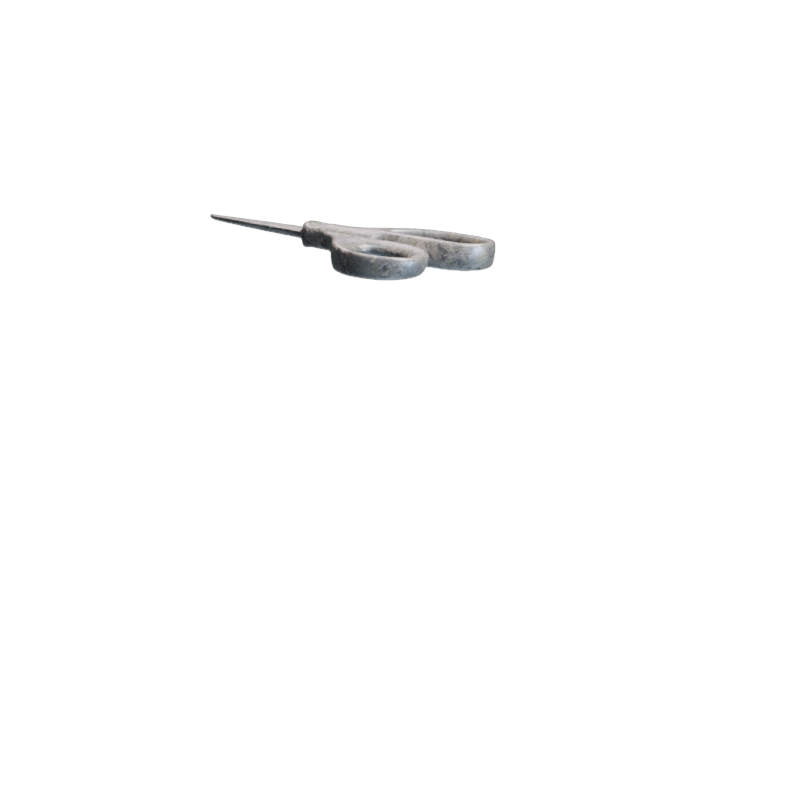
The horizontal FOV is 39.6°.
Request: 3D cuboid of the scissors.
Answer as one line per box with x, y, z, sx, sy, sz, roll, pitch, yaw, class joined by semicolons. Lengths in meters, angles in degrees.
-0.049;-0.089;0.620;0.210;0.015;0.095;9;20;27;scissors
